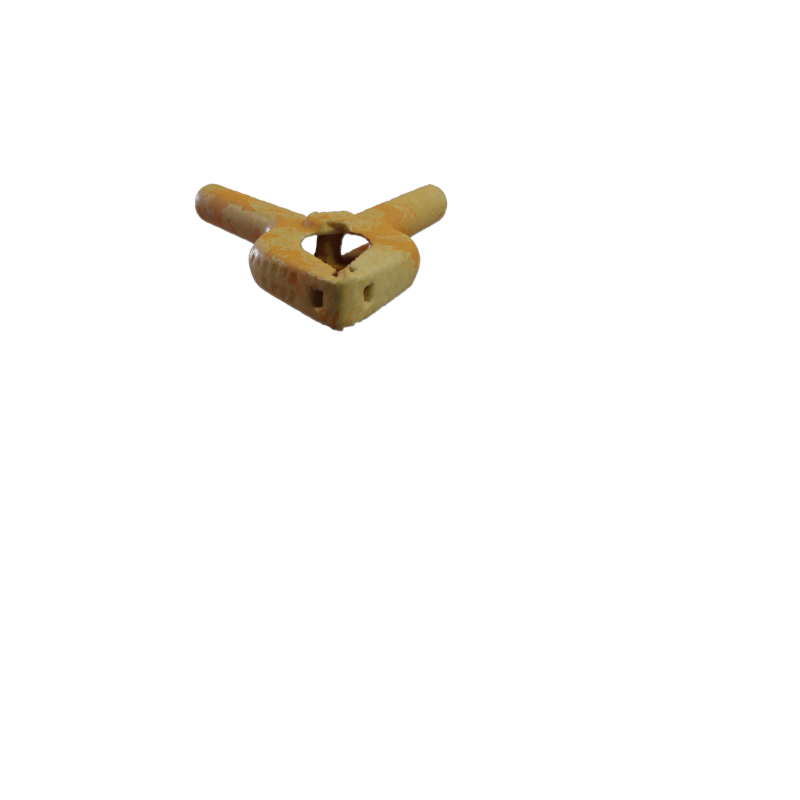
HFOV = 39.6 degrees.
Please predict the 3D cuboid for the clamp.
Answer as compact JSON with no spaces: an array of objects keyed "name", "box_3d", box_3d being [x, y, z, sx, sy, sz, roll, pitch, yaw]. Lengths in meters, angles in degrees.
[{"name":"clamp","box_3d":[-0.051,-0.093,0.649,0.165,0.035,0.220,1,24,1]}]
